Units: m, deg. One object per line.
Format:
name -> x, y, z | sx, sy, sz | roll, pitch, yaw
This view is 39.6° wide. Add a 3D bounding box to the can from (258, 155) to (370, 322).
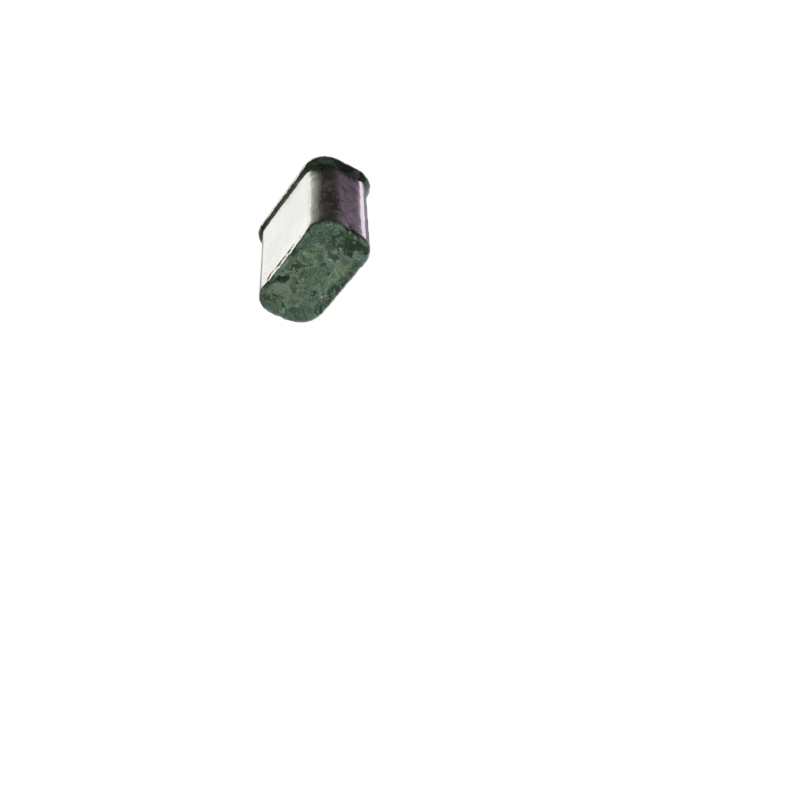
can -> -0.066, -0.120, 0.840 | 0.055, 0.090, 0.099 | 26, -55, -23
